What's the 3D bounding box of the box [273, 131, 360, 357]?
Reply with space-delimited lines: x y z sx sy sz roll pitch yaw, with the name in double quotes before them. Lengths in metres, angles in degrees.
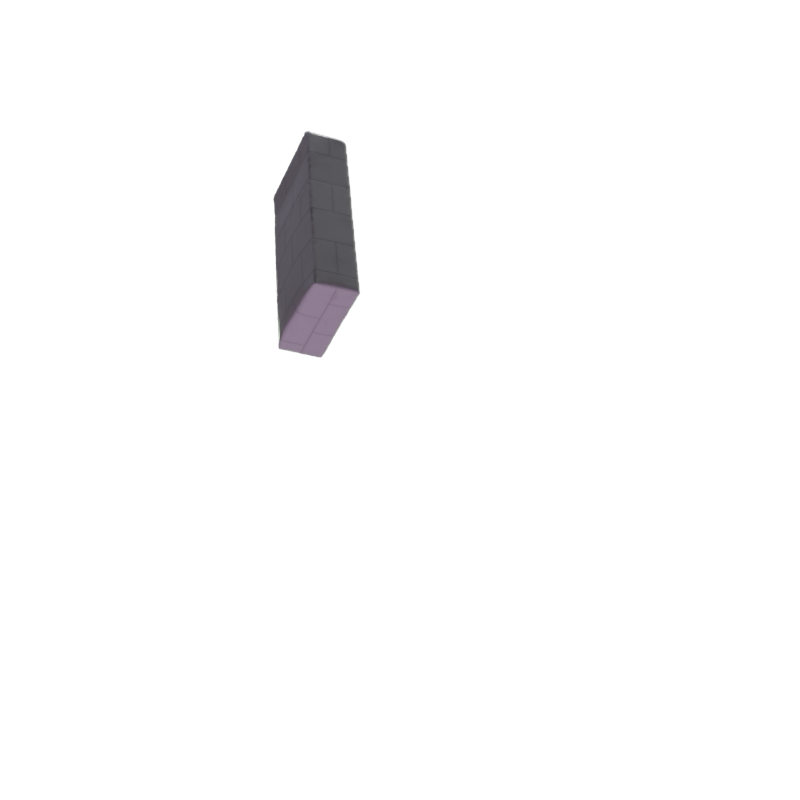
"box" -0.074 -0.135 0.944 0.047 0.189 0.090 13 -41 -20
